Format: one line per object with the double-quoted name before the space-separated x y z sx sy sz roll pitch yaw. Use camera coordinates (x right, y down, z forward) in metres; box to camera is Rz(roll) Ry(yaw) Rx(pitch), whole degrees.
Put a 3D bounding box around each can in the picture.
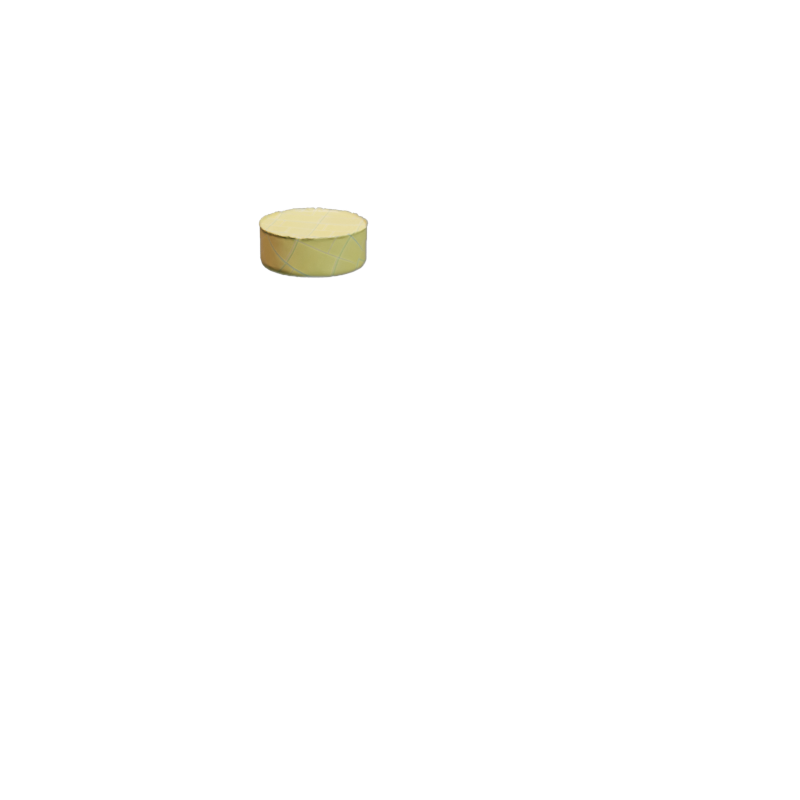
"can" -0.068 -0.125 0.874 0.086 0.032 0.090 -1 23 -2
